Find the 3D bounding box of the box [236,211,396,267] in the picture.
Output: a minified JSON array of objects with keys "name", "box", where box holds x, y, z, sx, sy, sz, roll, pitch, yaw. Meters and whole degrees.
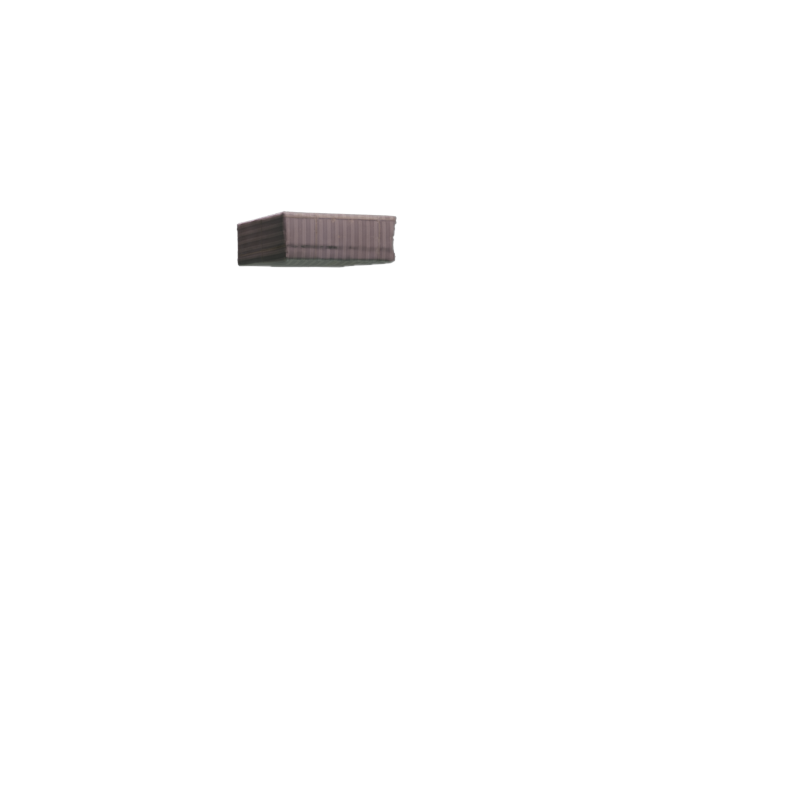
[{"name":"box","box":[-0.066,-0.120,0.843,0.087,0.039,0.117,-2,6,-24]}]
